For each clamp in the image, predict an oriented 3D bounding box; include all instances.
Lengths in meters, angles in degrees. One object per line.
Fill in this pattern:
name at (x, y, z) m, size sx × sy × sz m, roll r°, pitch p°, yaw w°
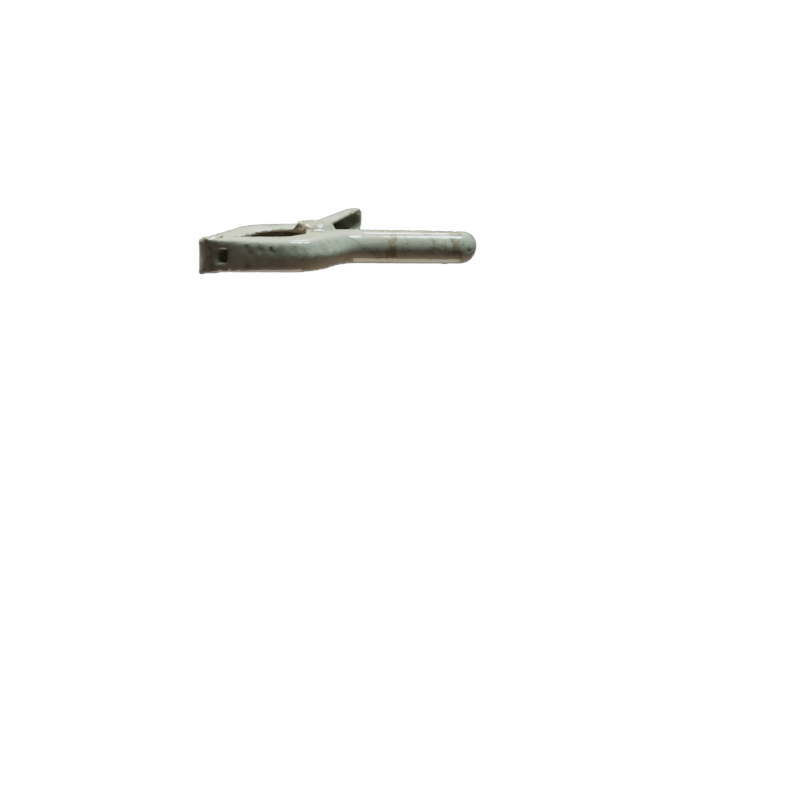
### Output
clamp at (-0.069, -0.126, 0.886) m, size 0.205 × 0.035 × 0.174 m, roll -9°, pitch 19°, yaw -28°
